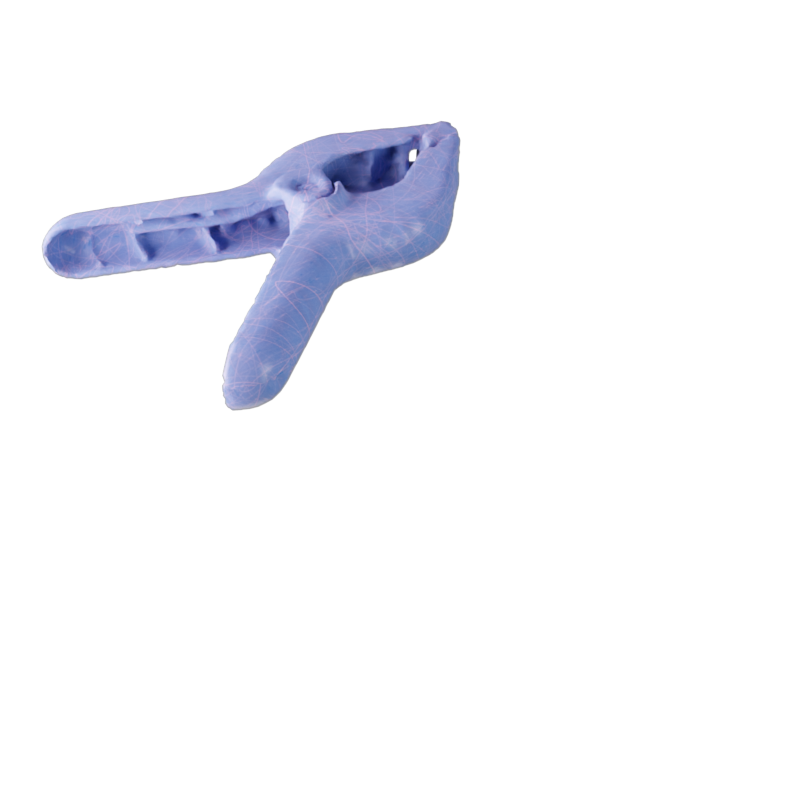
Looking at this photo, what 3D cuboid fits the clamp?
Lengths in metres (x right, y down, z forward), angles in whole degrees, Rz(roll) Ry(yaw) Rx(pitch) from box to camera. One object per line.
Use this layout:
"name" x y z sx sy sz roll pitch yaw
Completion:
"clamp" -0.032 -0.059 0.411 0.171 0.036 0.129 -27 50 -25
